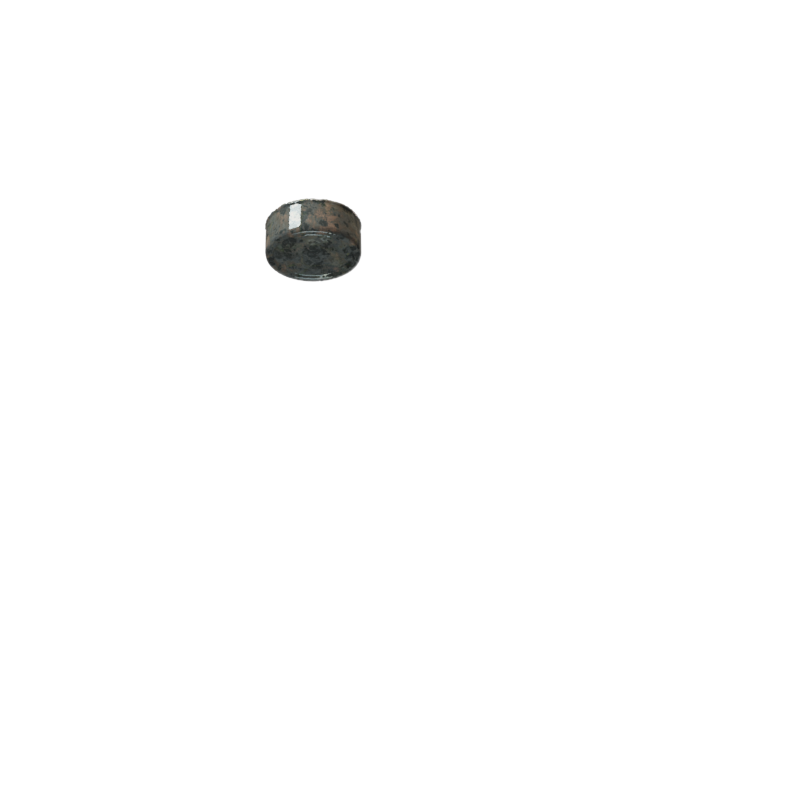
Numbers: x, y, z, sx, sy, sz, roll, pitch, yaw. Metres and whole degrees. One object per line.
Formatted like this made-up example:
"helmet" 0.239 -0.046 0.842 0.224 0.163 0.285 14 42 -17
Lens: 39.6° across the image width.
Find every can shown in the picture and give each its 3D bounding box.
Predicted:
"can" -0.077 -0.140 0.980 0.086 0.036 0.081 1 -28 -2
